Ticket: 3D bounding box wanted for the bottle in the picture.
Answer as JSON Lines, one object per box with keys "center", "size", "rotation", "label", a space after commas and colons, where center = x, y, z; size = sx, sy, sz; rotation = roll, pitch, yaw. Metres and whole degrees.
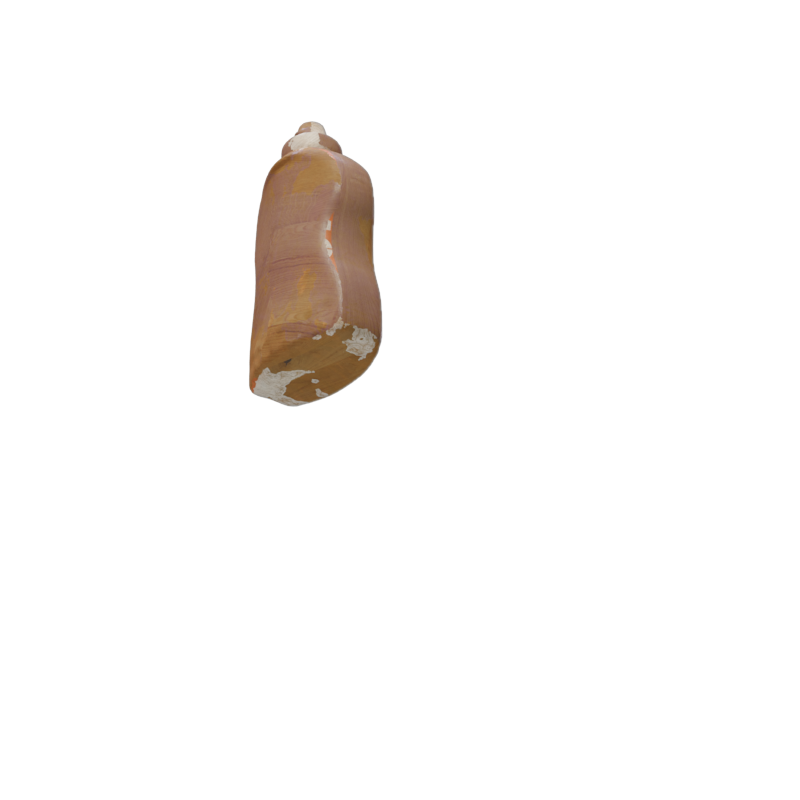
{"center": [-0.055, -0.100, 0.697], "size": [0.055, 0.205, 0.094], "rotation": [21, -41, -31], "label": "bottle"}
